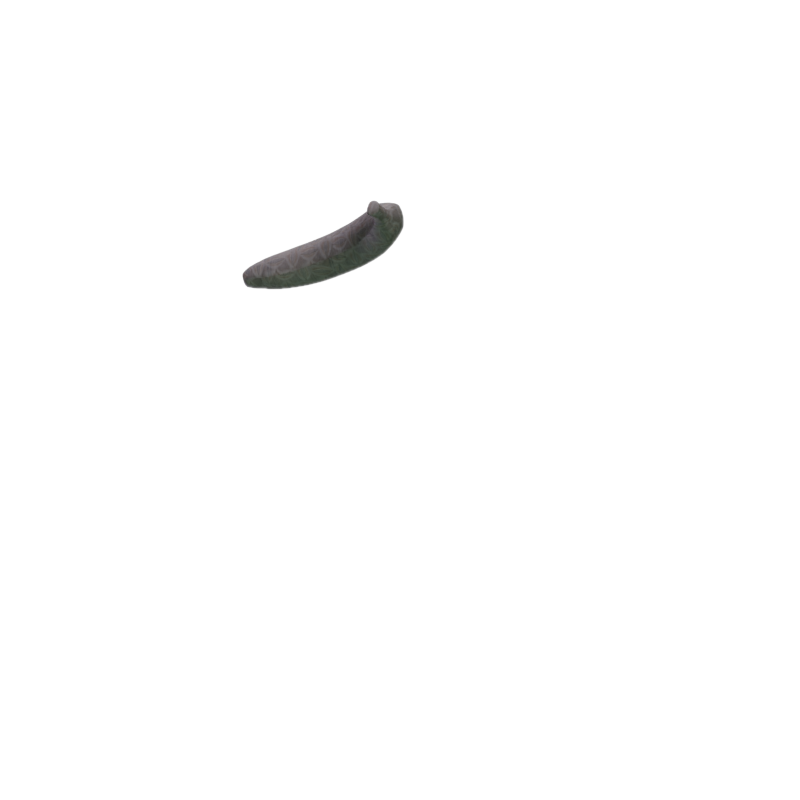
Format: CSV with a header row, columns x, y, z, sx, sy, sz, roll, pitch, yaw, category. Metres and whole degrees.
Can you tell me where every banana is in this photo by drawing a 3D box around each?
x,y,z,sx,sy,sz,roll,pitch,yaw,category
-0.057,-0.133,0.953,0.066,0.039,0.198,15,-24,-36,banana
